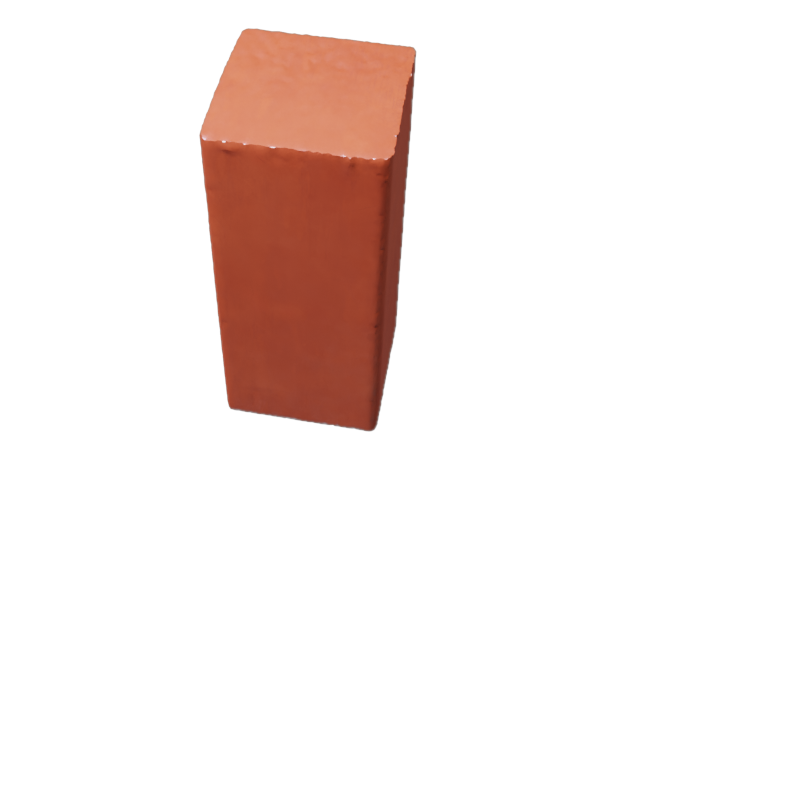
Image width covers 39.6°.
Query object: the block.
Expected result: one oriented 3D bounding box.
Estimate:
[{"bbox_3d":[-0.047,-0.084,0.593,0.092,0.096,0.192,9,-40,4],"label":"block"}]
